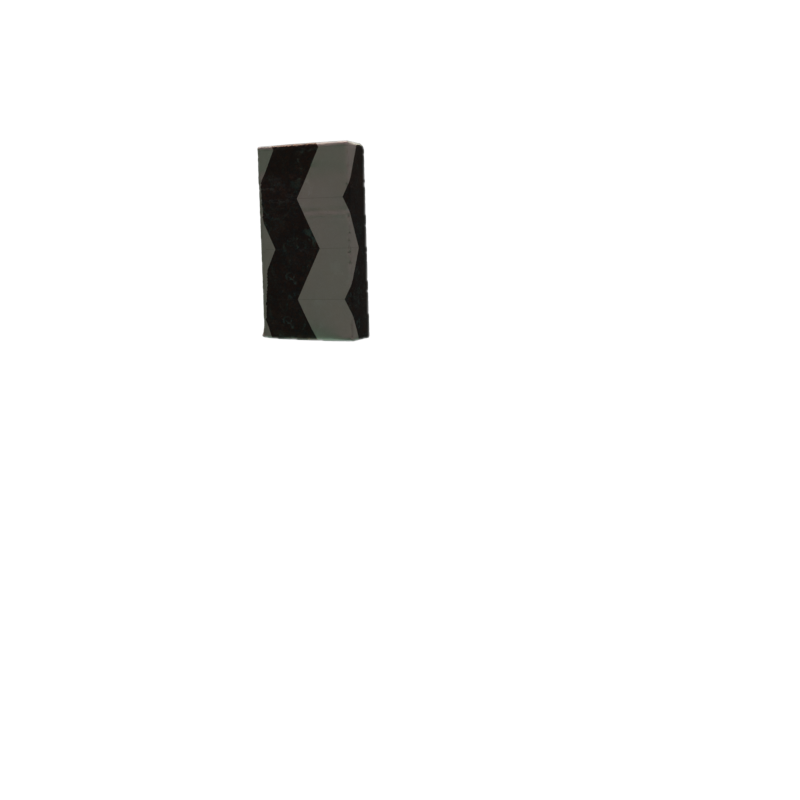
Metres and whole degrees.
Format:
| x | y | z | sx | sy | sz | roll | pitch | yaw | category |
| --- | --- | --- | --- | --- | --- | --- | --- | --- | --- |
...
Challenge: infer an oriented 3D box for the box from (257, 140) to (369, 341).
| x | y | z | sx | sy | sz | roll | pitch | yaw | category |
| --- | --- | --- | --- | --- | --- | --- | --- | --- | --- |
| -0.078 | -0.143 | 1.000 | 0.096 | 0.177 | 0.046 | 0 | -1 | 25 | box |
